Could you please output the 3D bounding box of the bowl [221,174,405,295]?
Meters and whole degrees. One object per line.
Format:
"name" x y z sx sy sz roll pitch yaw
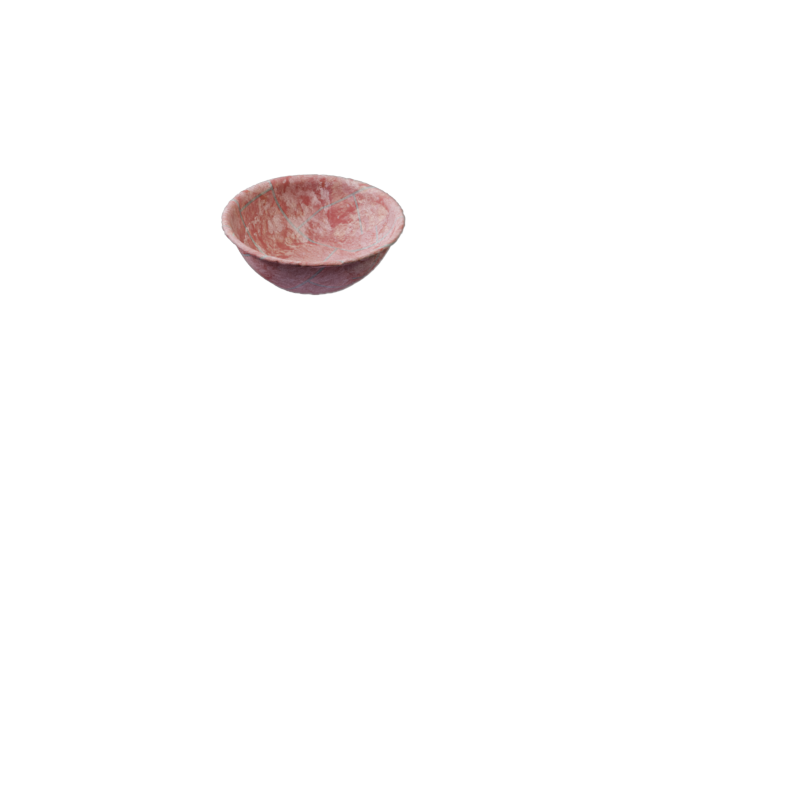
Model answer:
"bowl" -0.077 -0.141 0.986 0.162 0.051 0.173 -1 37 -2
